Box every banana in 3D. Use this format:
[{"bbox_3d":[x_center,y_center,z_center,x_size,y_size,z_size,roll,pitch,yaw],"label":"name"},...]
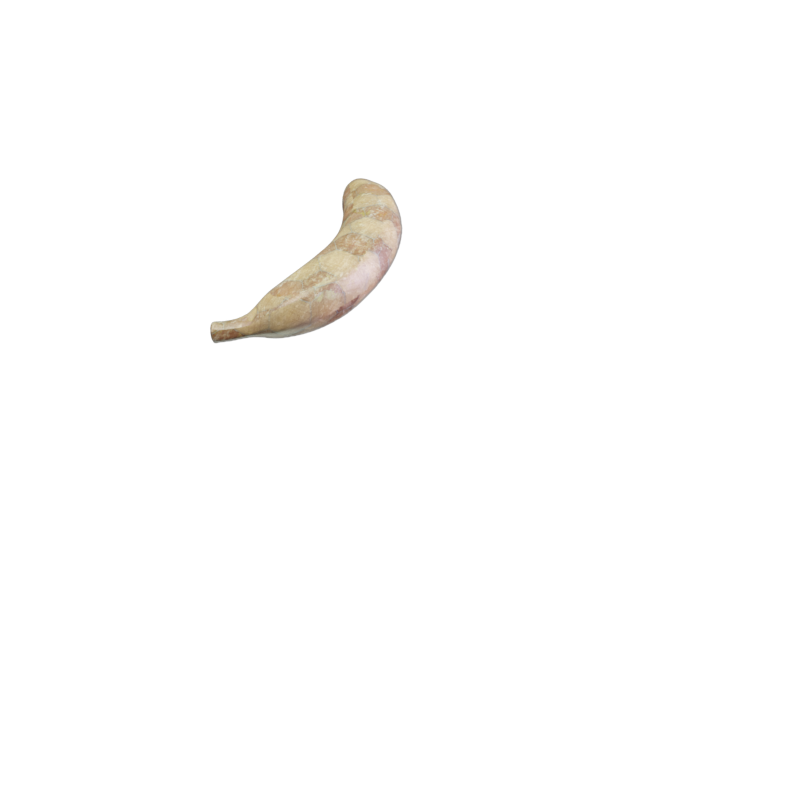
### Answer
[{"bbox_3d":[-0.036,-0.088,0.656,0.072,0.034,0.203,13,36,18],"label":"banana"}]
